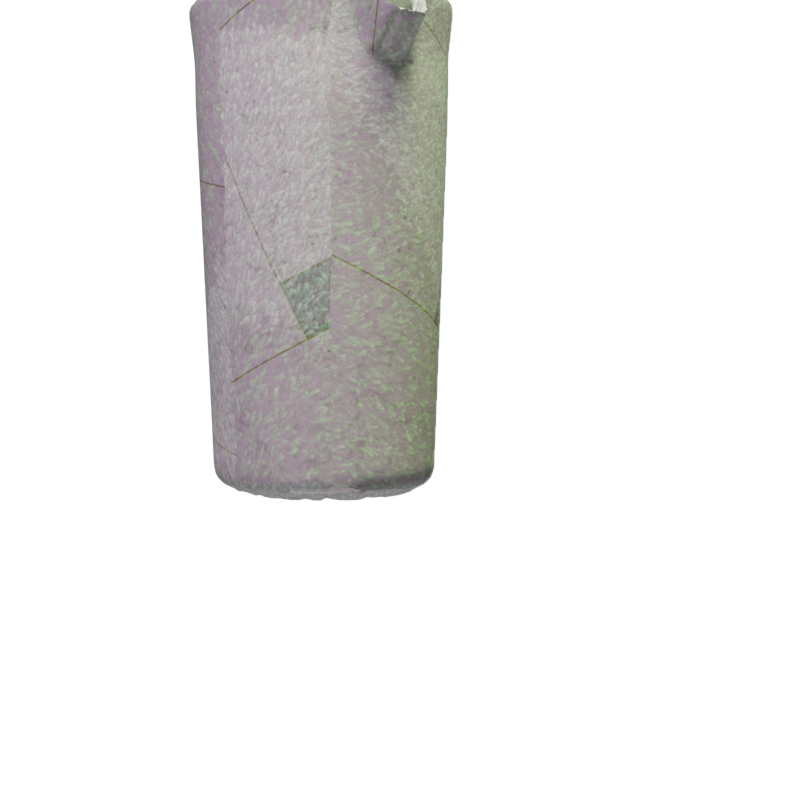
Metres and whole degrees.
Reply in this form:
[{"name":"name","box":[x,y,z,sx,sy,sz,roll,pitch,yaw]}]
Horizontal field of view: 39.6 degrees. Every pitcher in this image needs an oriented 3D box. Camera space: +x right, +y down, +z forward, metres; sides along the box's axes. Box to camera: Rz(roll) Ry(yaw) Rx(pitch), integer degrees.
[{"name":"pitcher","box":[-0.044,-0.080,0.562,0.147,0.246,0.145,-1,-3,13]}]
